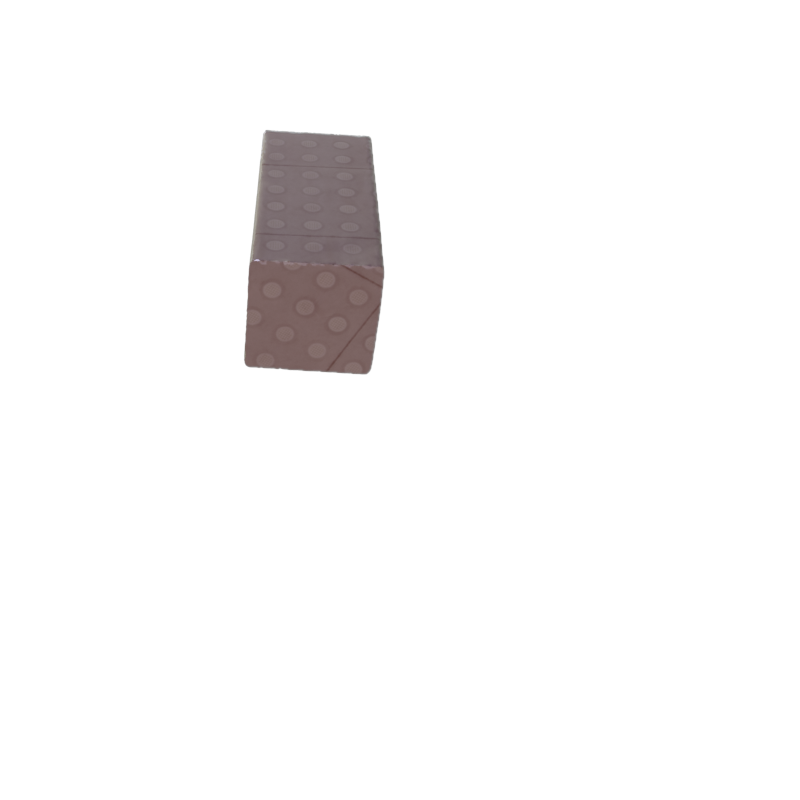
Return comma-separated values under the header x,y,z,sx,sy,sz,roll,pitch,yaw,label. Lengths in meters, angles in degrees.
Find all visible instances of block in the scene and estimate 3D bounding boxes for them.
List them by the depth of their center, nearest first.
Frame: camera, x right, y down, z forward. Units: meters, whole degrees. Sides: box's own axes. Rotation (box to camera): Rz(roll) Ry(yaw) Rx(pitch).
x,y,z,sx,sy,sz,roll,pitch,yaw,label
-0.065,-0.118,0.833,0.090,0.085,0.220,3,35,-6,block
